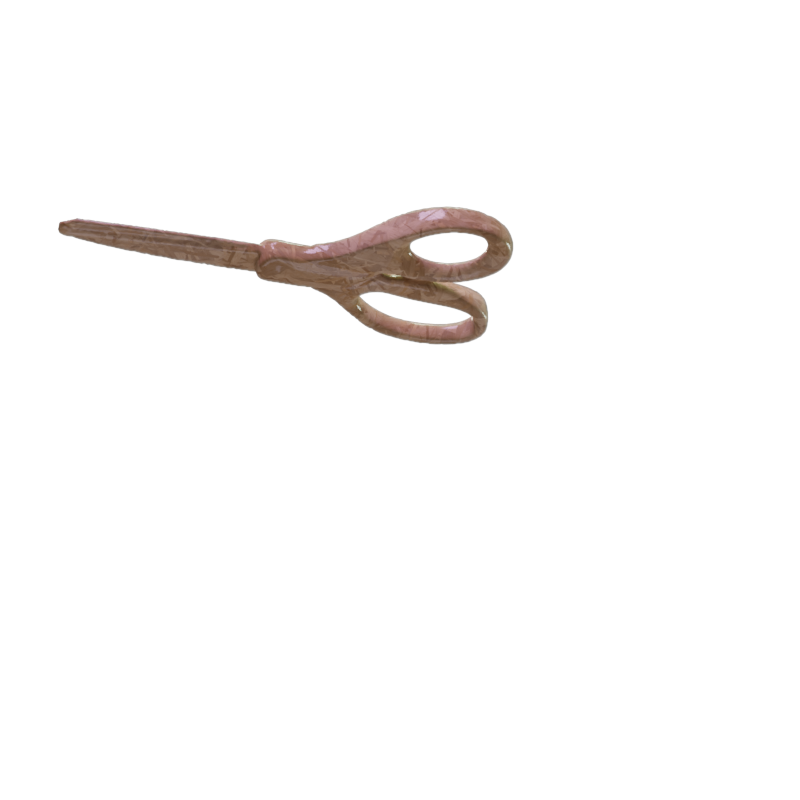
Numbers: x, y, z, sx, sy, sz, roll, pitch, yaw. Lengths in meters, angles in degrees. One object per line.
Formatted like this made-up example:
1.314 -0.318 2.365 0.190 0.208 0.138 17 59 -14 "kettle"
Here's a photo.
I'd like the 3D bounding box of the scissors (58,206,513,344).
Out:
-0.038 -0.069 0.486 0.193 0.017 0.094 18 -40 -24 "scissors"
